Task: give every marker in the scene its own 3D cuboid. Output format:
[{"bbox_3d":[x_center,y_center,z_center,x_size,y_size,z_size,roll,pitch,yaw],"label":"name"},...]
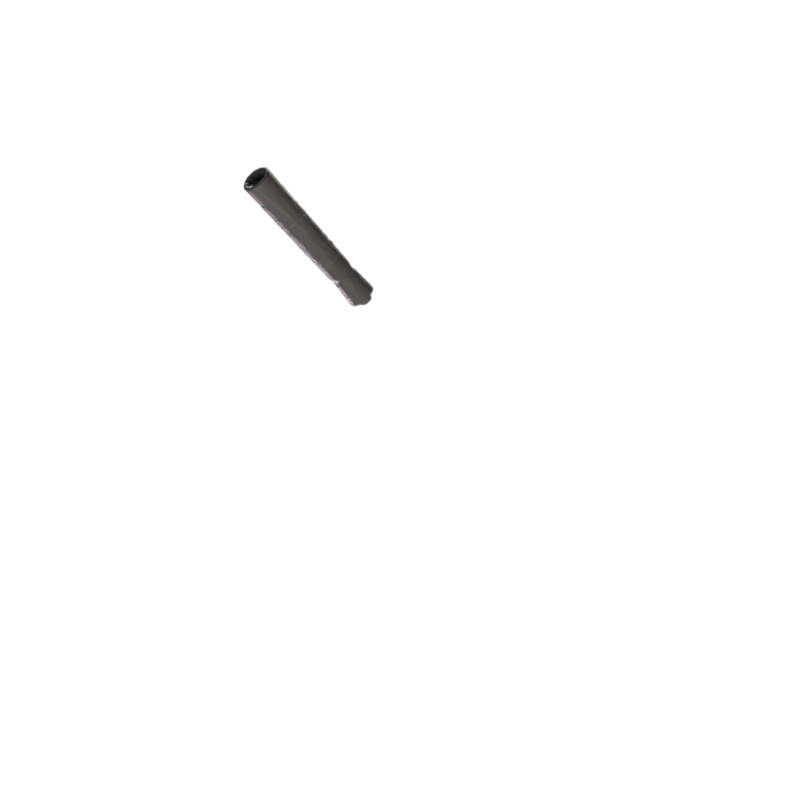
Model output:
[{"bbox_3d":[-0.054,-0.098,0.690,0.021,0.020,0.112,3,-34,46],"label":"marker"}]
